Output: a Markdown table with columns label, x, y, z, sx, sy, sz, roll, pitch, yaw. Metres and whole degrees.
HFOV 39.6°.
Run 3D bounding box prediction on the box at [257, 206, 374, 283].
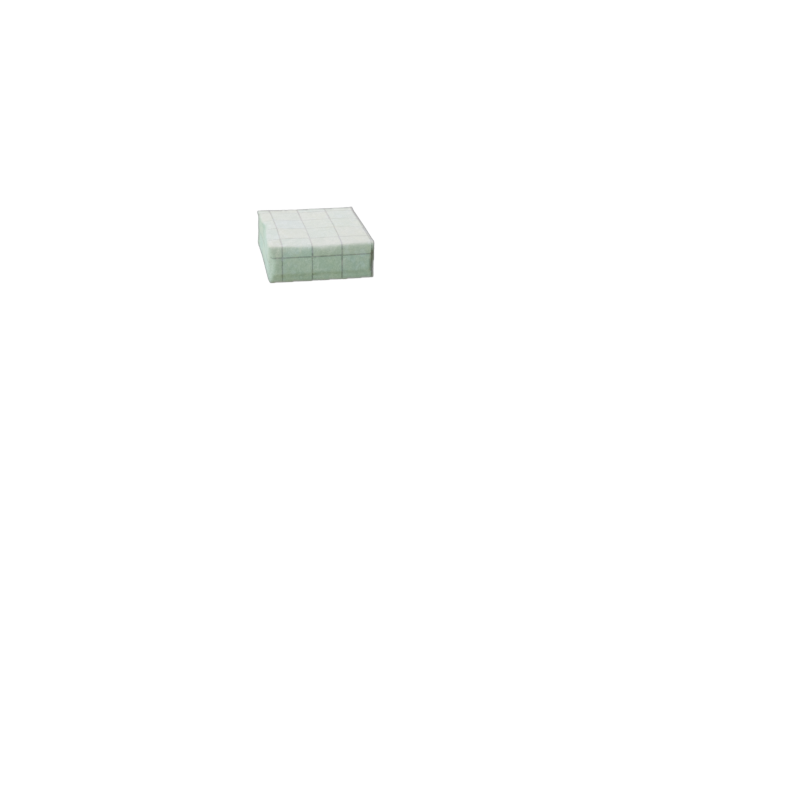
| label | x | y | z | sx | sy | sz | roll | pitch | yaw |
| --- | --- | --- | --- | --- | --- | --- | --- | --- | --- |
| box | -0.062 | -0.113 | 0.791 | 0.072 | 0.029 | 0.095 | -4 | 25 | -9 |
